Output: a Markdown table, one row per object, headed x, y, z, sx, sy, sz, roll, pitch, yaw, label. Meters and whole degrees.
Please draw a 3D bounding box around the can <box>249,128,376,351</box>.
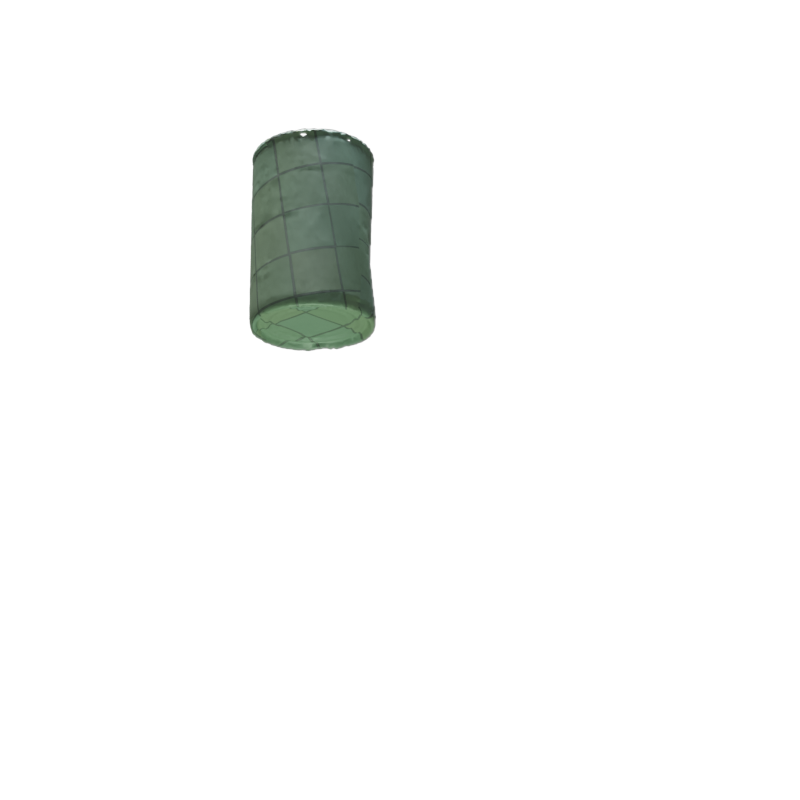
| x | y | z | sx | sy | sz | roll | pitch | yaw | label |
| --- | --- | --- | --- | --- | --- | --- | --- | --- | --- |
| -0.047 | -0.085 | 0.597 | 0.068 | 0.108 | 0.065 | 0 | -24 | -2 | can |
